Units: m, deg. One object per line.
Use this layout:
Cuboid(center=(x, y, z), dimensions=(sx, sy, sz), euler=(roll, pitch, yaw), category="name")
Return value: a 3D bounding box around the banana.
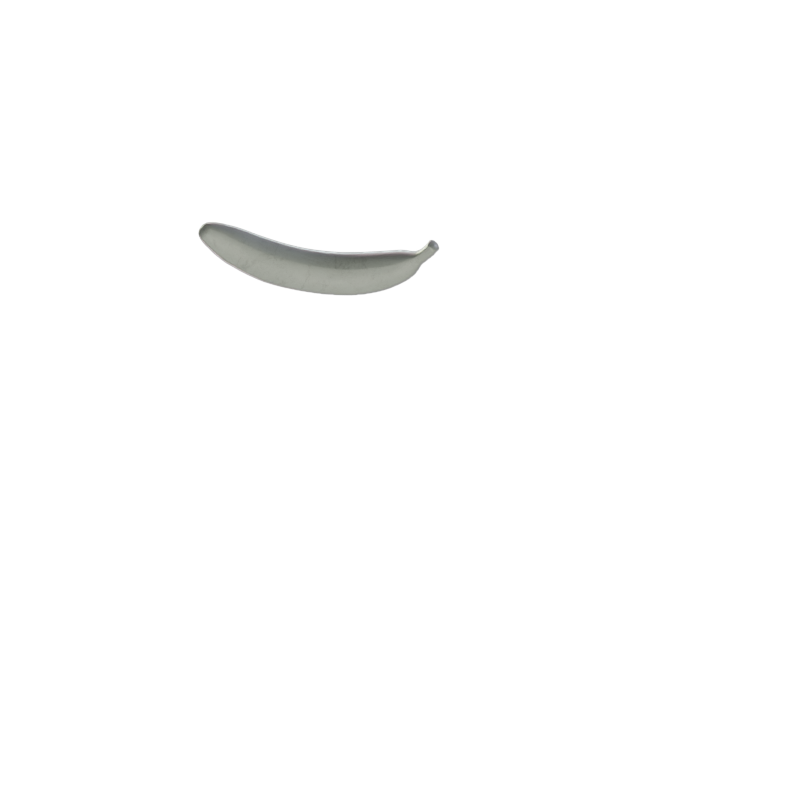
Cuboid(center=(-0.071, -0.119, 0.935), dimensions=(0.197, 0.065, 0.039), euler=(3, 43, -3), category="banana")
